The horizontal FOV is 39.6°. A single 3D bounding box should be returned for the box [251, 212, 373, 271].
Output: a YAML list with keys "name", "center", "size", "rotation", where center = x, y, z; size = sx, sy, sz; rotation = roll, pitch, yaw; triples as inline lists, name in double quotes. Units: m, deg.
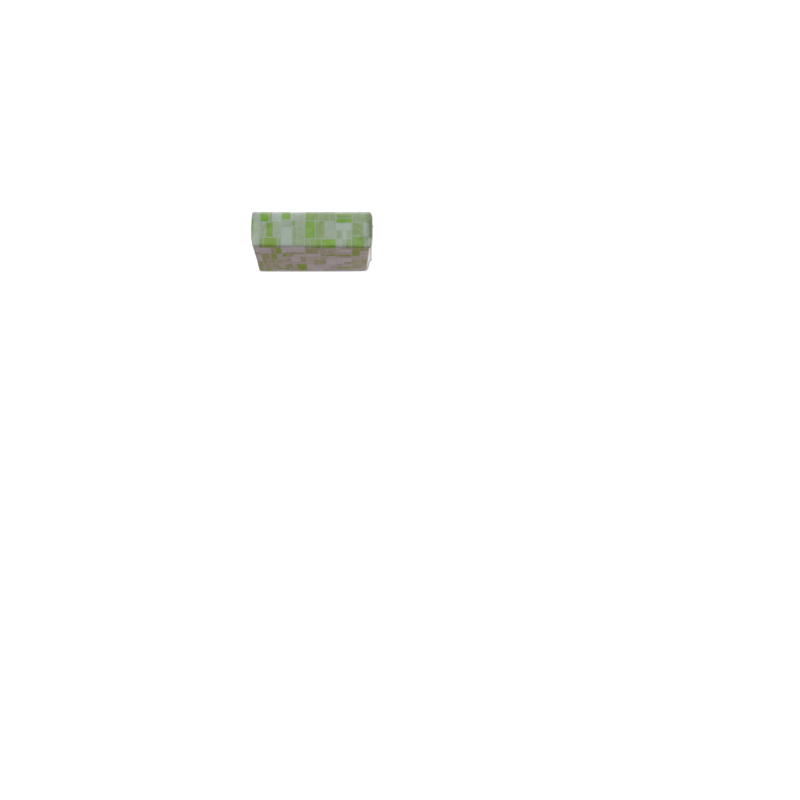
- name: "box"
  center: [-0.065, -0.120, 0.838]
  size: [0.089, 0.031, 0.071]
  rotation: [0, -9, 0]
